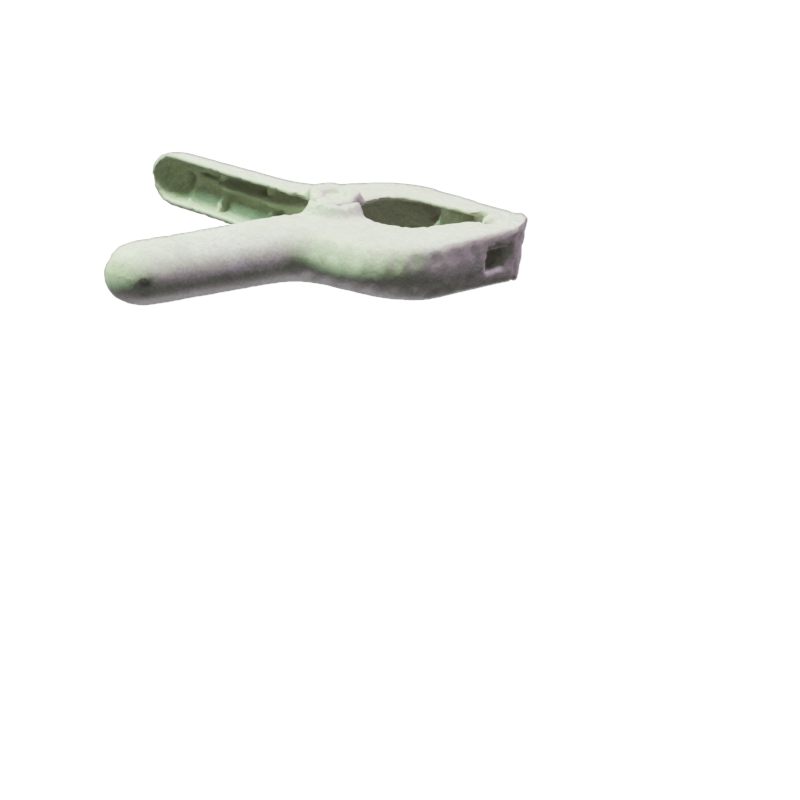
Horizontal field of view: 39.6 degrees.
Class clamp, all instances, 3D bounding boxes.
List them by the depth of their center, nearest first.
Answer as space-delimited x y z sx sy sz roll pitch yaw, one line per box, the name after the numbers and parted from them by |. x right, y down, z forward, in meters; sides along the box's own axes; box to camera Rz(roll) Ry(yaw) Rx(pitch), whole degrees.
-0.036 -0.065 0.457 0.174 0.037 0.126 6 36 8 | clamp
